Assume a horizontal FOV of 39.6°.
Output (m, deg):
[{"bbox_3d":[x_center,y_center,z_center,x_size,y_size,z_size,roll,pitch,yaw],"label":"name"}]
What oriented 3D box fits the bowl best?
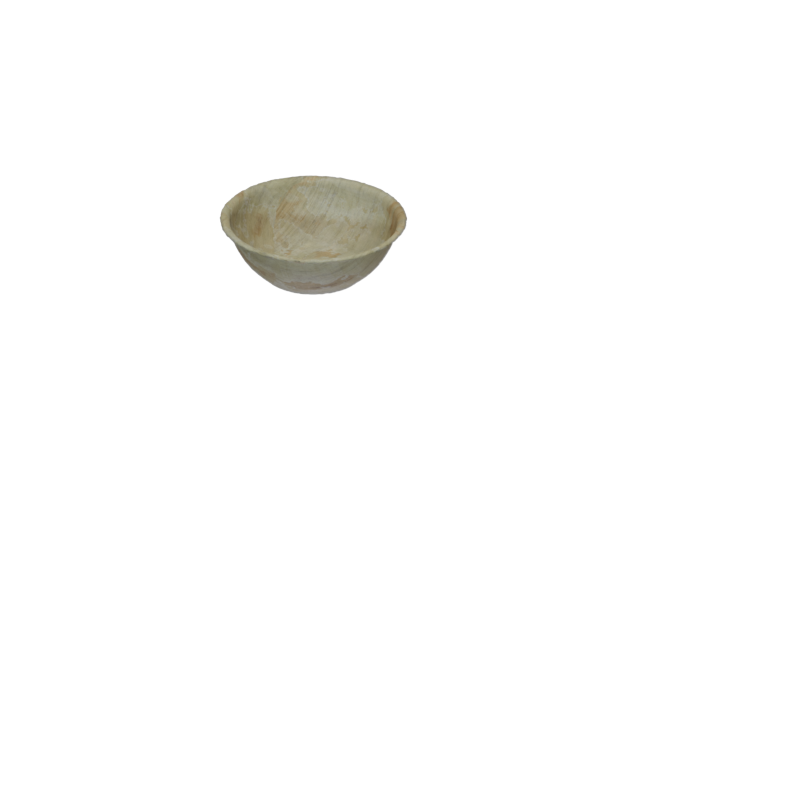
[{"bbox_3d":[-0.076,-0.139,0.970,0.162,0.052,0.173,-1,34,-2],"label":"bowl"}]
